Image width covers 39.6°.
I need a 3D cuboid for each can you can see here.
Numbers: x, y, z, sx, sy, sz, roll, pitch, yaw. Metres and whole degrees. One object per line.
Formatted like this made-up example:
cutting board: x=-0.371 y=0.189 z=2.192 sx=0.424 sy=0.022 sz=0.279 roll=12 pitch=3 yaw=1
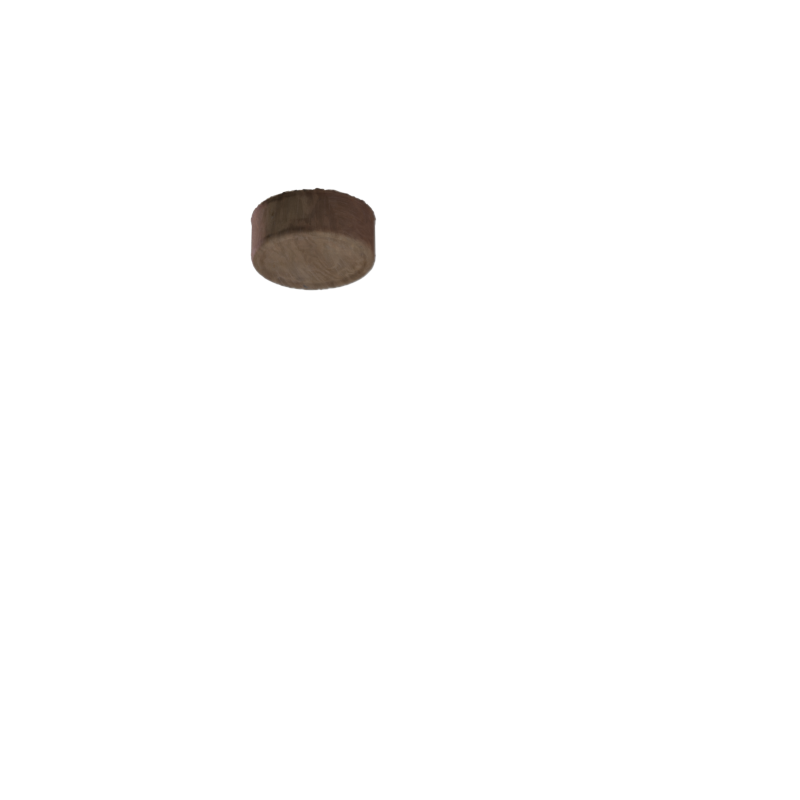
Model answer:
can: x=-0.059 y=-0.107 z=0.752 sx=0.086 sy=0.035 sz=0.081 roll=1 pitch=-23 yaw=-2
